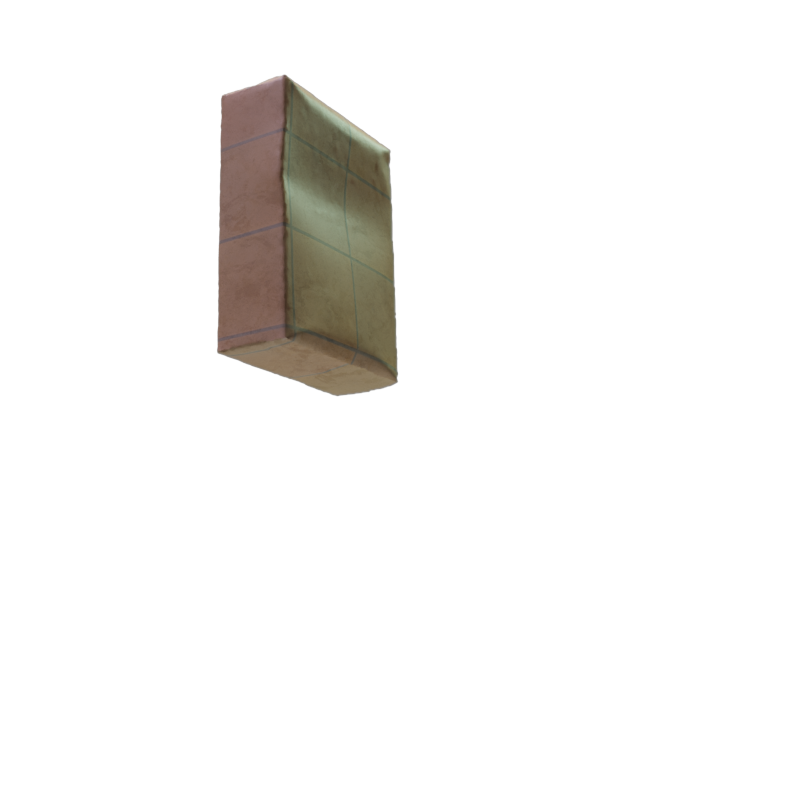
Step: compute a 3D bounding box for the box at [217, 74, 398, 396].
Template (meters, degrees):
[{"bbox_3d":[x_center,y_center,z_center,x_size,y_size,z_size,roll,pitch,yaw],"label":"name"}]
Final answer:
[{"bbox_3d":[-0.069,-0.125,0.878,0.073,0.224,0.154,-13,-22,29],"label":"box"}]
